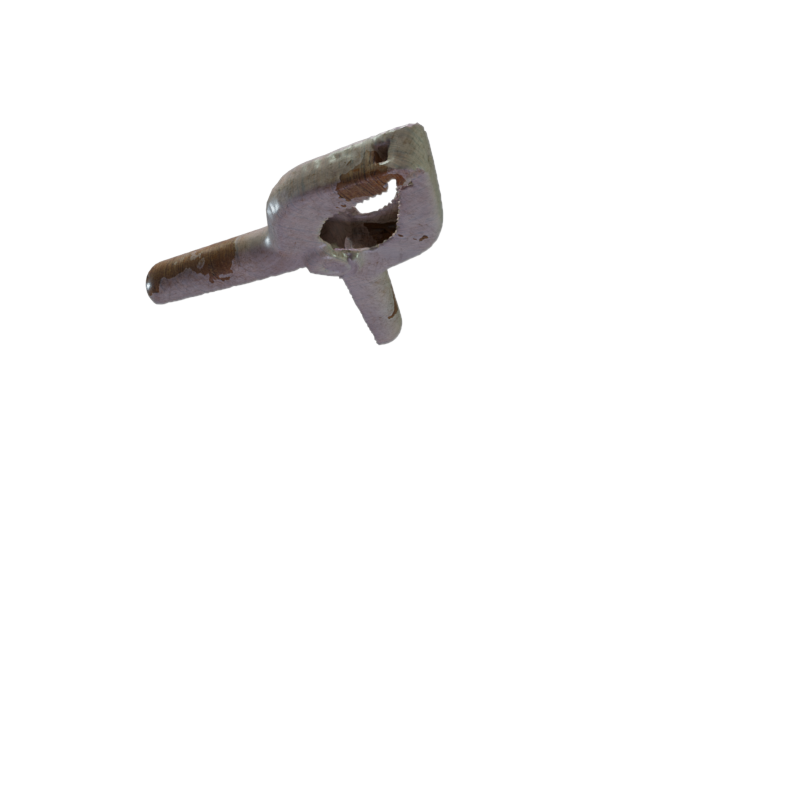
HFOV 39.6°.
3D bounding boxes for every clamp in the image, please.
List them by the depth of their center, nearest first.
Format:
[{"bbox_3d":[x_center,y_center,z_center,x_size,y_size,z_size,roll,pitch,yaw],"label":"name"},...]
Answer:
[{"bbox_3d":[-0.048,-0.087,0.612,0.161,0.038,0.203,7,-23,-17],"label":"clamp"}]
